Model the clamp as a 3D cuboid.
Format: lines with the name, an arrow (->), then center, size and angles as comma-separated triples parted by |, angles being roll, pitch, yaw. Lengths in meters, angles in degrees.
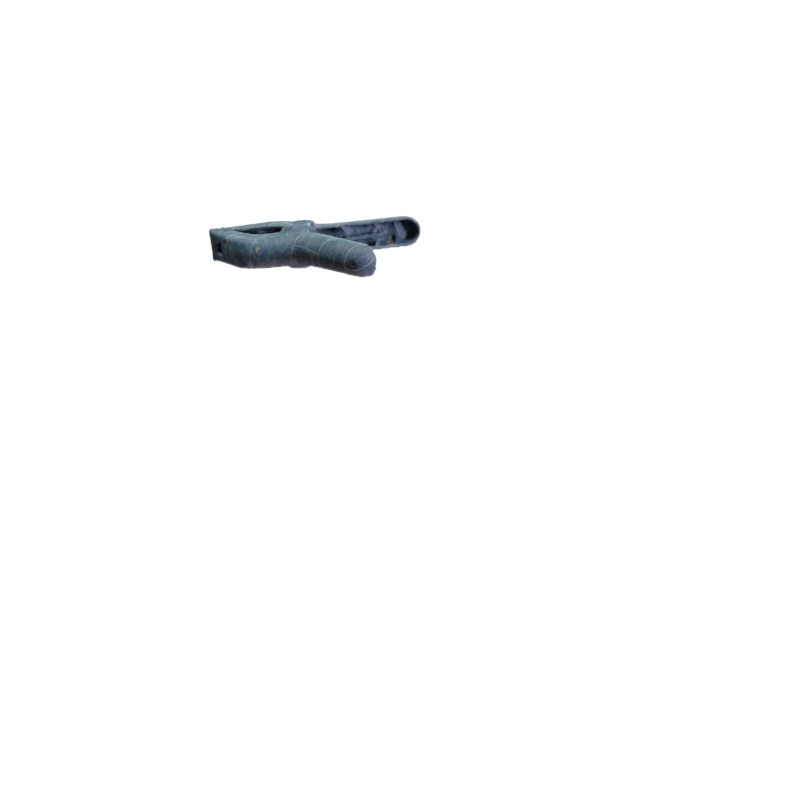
clamp -> -0.071, -0.129, 0.901 | 0.179, 0.038, 0.119 | 9, 18, 29
